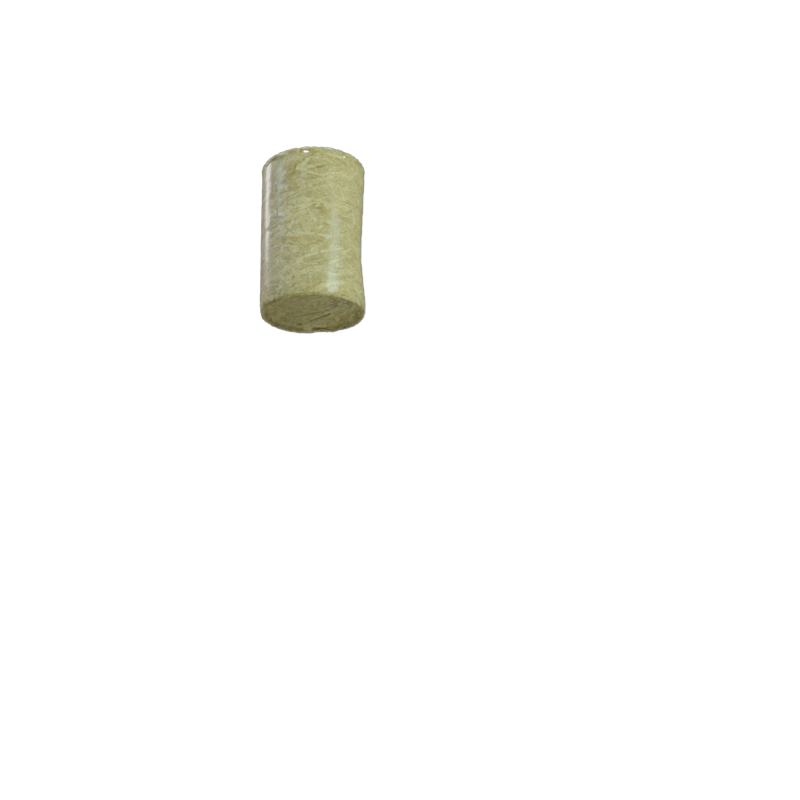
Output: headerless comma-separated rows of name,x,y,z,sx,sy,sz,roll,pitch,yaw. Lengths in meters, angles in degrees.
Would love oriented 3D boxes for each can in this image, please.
can,-0.055,-0.101,0.708,0.068,0.108,0.065,0,-23,-2
